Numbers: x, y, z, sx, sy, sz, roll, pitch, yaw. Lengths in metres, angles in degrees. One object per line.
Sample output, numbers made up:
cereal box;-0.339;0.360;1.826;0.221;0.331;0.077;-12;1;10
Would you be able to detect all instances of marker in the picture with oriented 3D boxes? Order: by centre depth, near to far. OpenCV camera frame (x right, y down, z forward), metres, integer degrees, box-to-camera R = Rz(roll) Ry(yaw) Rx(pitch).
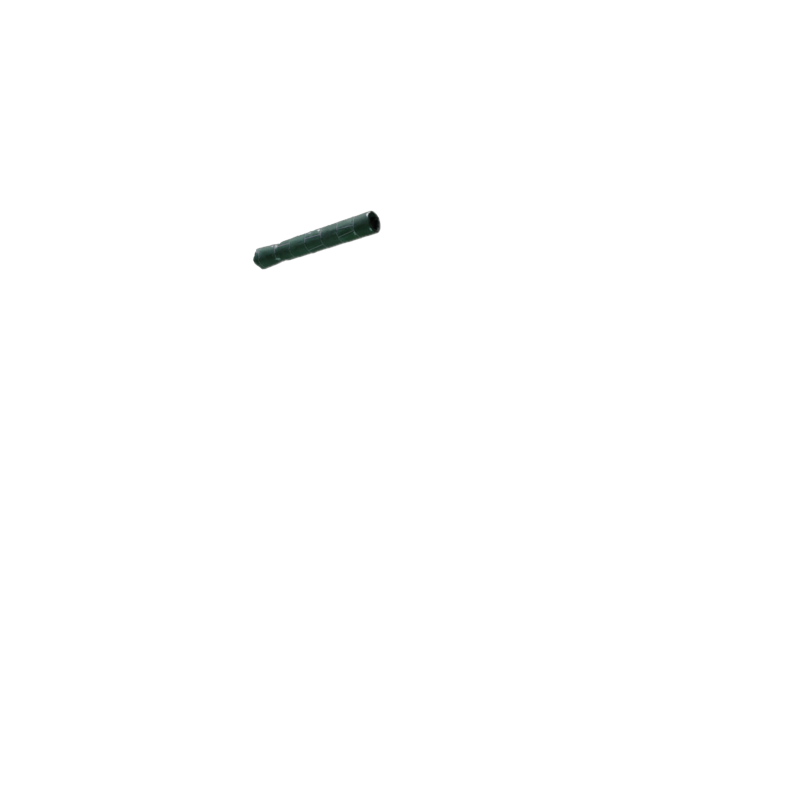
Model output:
marker;-0.071;-0.129;0.904;0.123;0.020;0.019;-13;-3;32
